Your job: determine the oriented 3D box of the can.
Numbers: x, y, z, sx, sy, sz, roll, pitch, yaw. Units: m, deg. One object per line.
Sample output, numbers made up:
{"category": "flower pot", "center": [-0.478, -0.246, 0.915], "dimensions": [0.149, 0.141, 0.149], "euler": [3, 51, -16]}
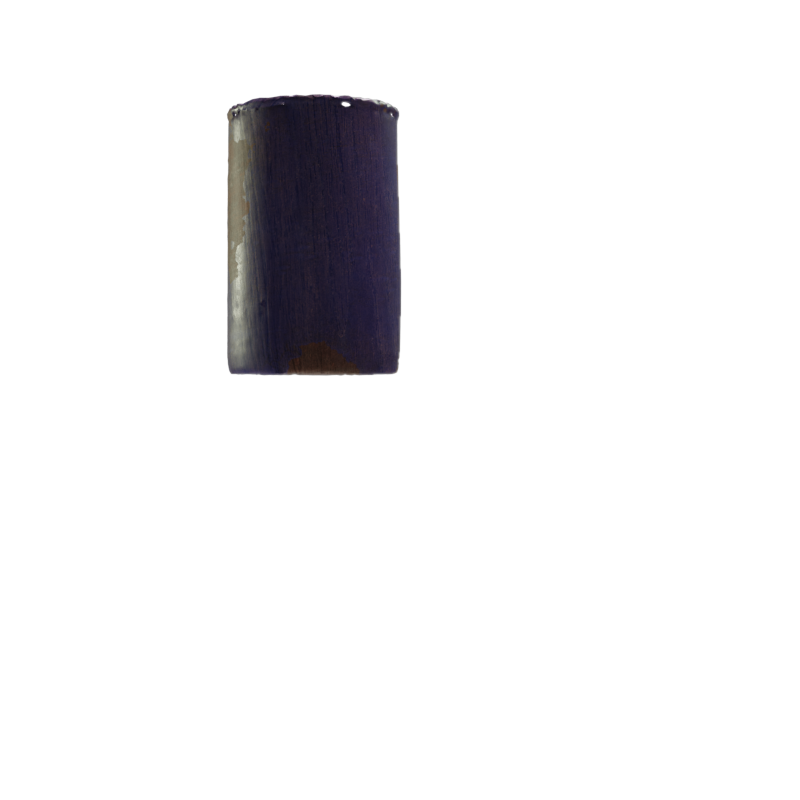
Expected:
{"category": "can", "center": [-0.034, -0.062, 0.432], "dimensions": [0.068, 0.103, 0.068], "euler": [0, -3, -2]}
